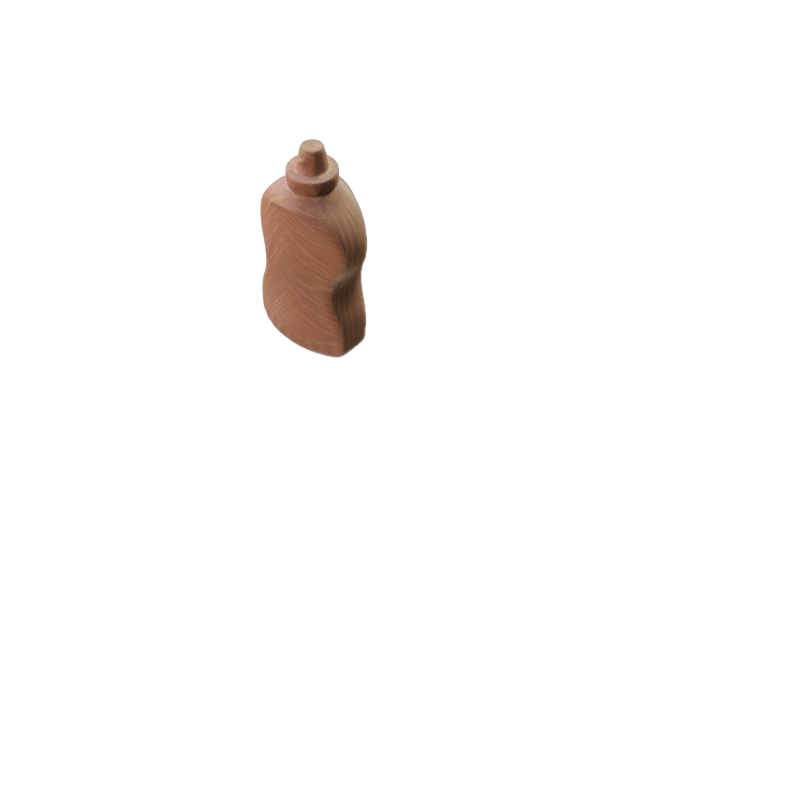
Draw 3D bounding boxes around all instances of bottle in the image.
[{"bbox_3d":[-0.070,-0.127,0.890,0.102,0.179,0.059,36,53,29],"label":"bottle"}]
